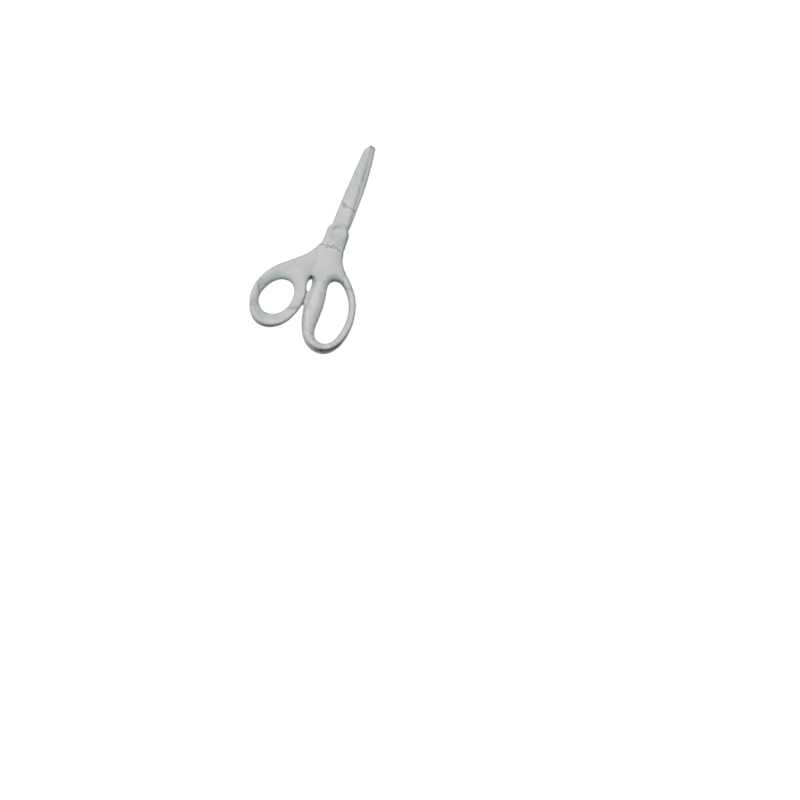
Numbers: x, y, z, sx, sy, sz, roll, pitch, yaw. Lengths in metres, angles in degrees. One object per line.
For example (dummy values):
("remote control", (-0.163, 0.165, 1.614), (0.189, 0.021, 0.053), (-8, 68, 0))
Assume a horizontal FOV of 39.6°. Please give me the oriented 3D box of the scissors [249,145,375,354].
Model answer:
("scissors", (-0.073, -0.133, 0.934), (0.096, 0.214, 0.015), (2, -28, 1))
